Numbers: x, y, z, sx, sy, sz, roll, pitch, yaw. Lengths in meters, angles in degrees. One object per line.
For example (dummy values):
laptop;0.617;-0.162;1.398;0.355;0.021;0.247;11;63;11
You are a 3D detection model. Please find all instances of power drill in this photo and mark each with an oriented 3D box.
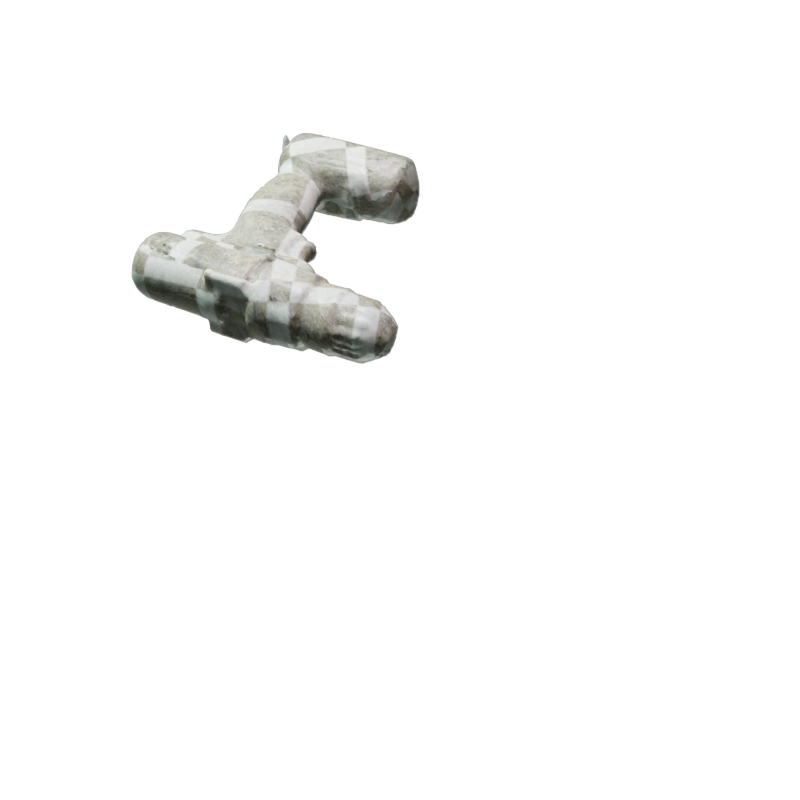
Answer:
power drill;-0.058;-0.106;0.743;0.192;0.054;0.193;18;42;21
